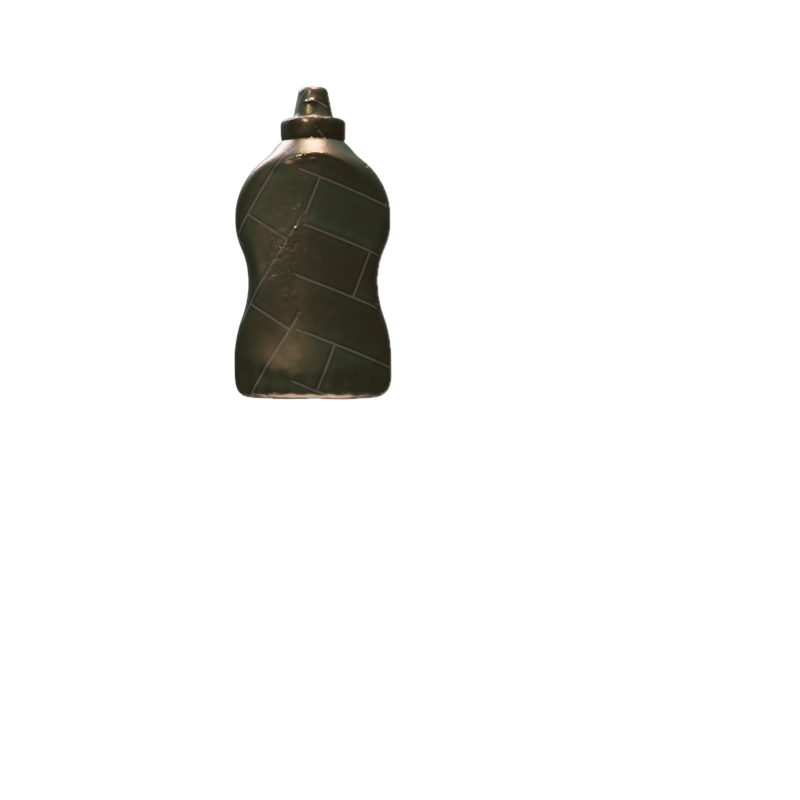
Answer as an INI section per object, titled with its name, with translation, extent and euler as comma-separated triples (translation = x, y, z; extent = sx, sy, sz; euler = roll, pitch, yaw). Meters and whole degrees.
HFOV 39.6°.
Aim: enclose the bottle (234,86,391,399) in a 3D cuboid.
[bottle]
translation = -0.054, -0.098, 0.688
extent = 0.096, 0.193, 0.058
euler = 0, -3, 3
